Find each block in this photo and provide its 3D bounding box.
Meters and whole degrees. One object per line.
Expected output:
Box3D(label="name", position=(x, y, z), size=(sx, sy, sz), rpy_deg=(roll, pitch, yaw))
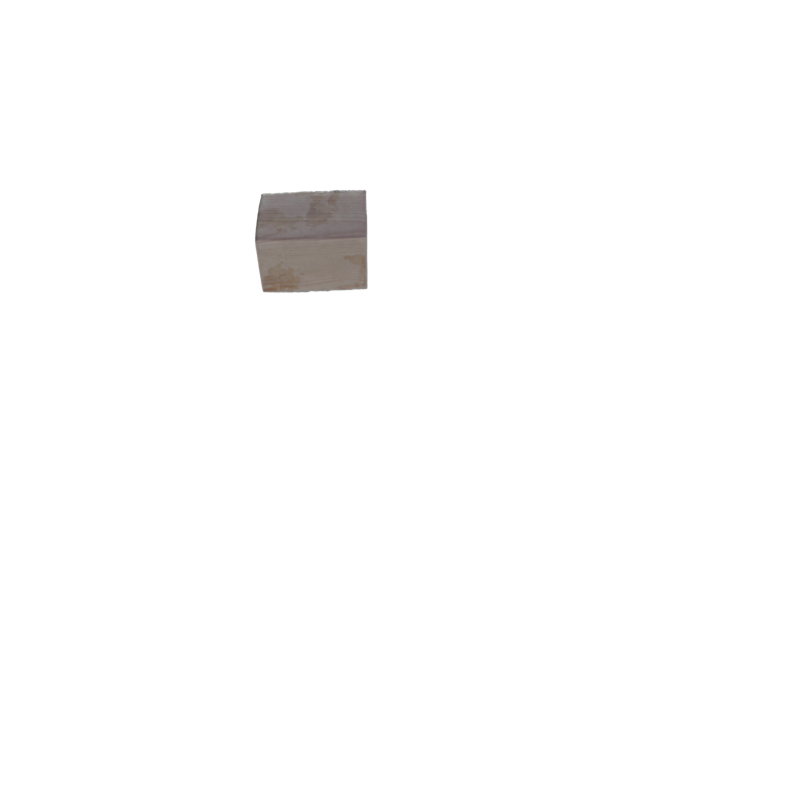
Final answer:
Box3D(label="block", position=(-0.062, -0.112, 0.788), size=(0.078, 0.055, 0.049), rpy_deg=(-2, -43, 0))
